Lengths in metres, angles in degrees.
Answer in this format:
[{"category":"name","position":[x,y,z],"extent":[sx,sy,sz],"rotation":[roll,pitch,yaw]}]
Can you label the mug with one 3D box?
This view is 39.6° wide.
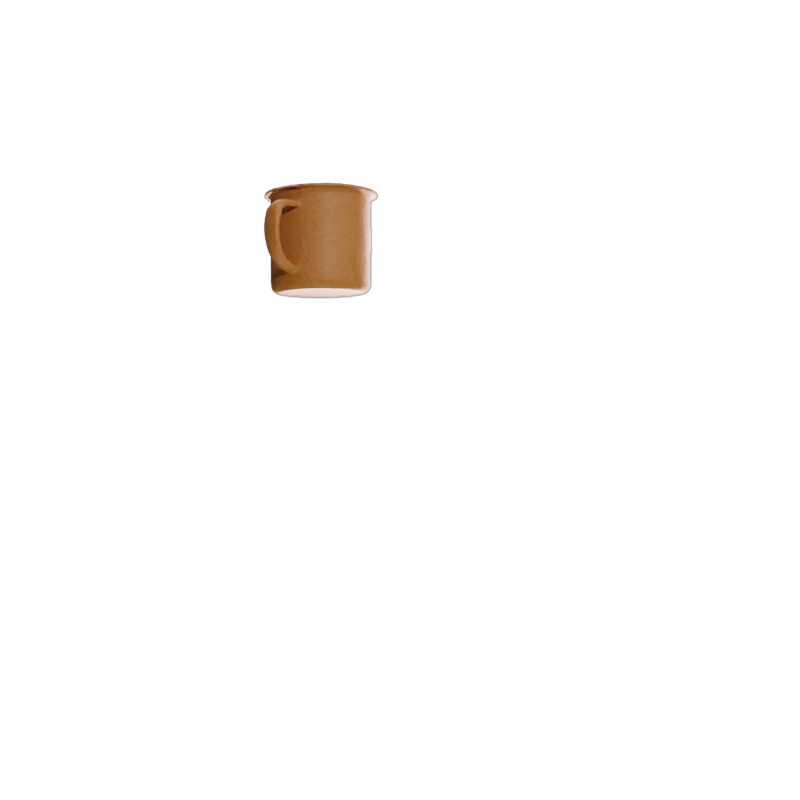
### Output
[{"category":"mug","position":[-0.069,-0.127,0.888],"extent":[0.096,0.083,0.112],"rotation":[-3,-5,29]}]
